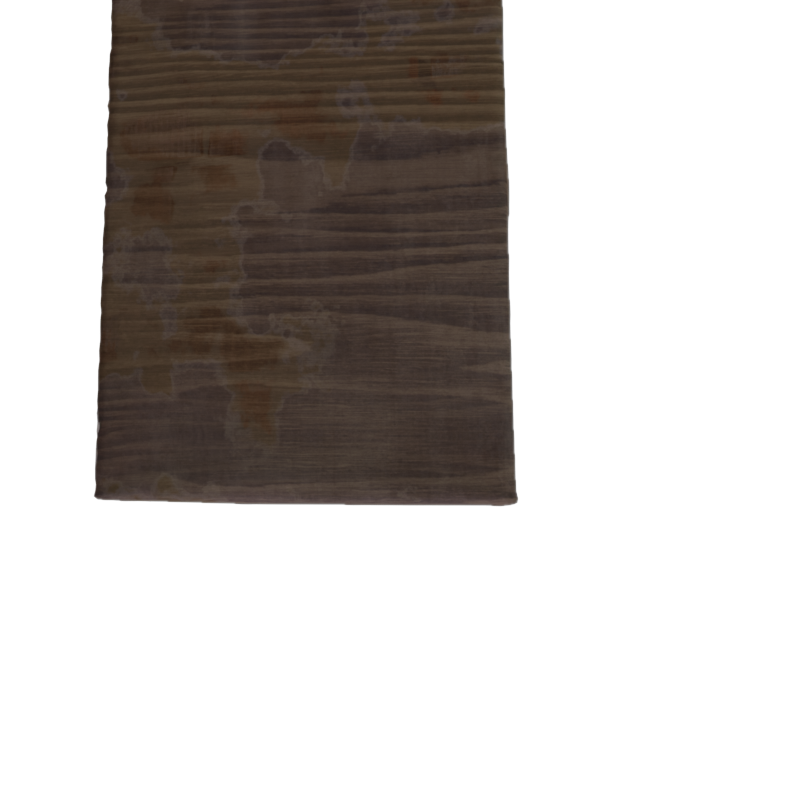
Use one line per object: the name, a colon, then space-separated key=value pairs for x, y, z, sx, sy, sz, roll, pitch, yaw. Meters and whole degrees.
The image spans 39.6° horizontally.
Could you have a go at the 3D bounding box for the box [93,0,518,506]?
box: x=-0.036 y=-0.066 z=0.465 sx=0.166 sy=0.219 sz=0.069 roll=-2 pitch=-10 yaw=7
